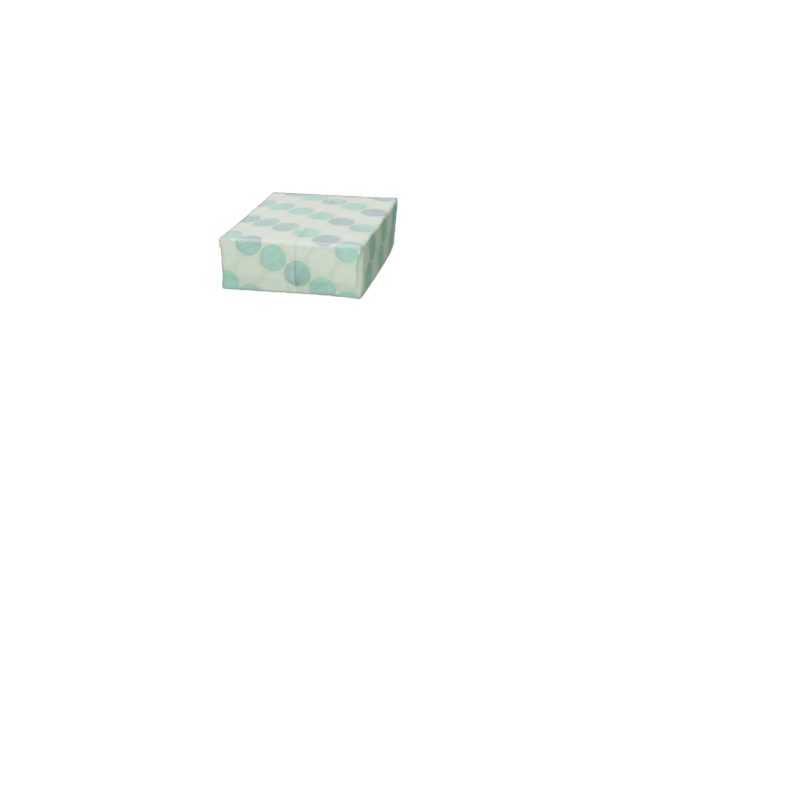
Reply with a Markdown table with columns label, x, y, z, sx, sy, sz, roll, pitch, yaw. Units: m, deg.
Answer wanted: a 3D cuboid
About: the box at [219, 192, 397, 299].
| label | x | y | z | sx | sy | sz | roll | pitch | yaw |
| --- | --- | --- | --- | --- | --- | --- | --- | --- | --- |
| box | -0.056 | -0.102 | 0.713 | 0.092 | 0.037 | 0.116 | 5 | 23 | 12 |
